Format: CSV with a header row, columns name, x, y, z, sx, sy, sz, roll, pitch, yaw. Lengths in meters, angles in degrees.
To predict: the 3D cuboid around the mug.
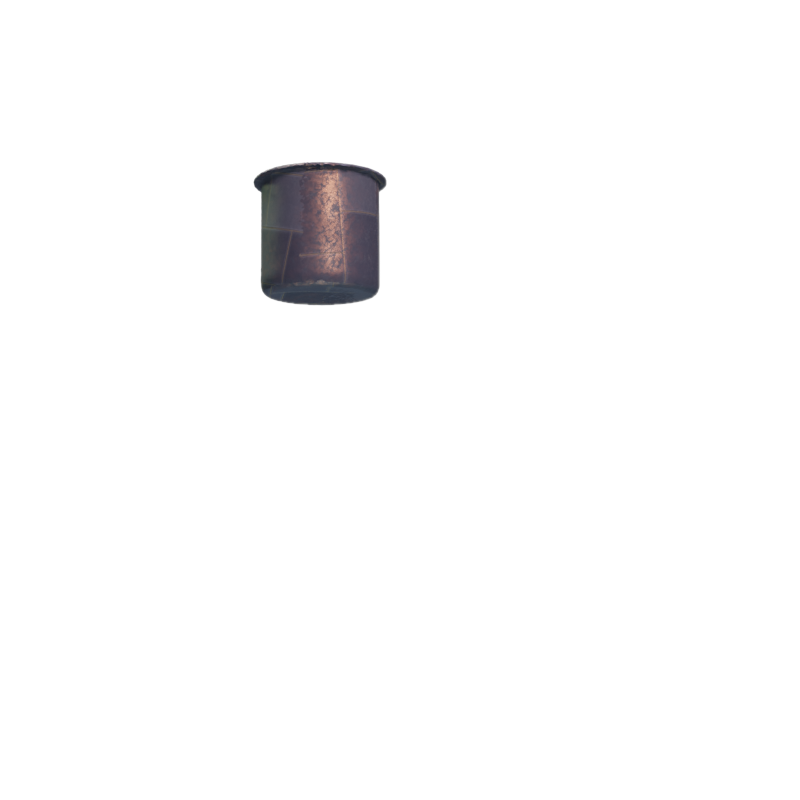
name,x,y,z,sx,sy,sz,roll,pitch,yaw
mug,-0.061,-0.111,0.775,0.090,0.084,0.118,4,-9,-26
